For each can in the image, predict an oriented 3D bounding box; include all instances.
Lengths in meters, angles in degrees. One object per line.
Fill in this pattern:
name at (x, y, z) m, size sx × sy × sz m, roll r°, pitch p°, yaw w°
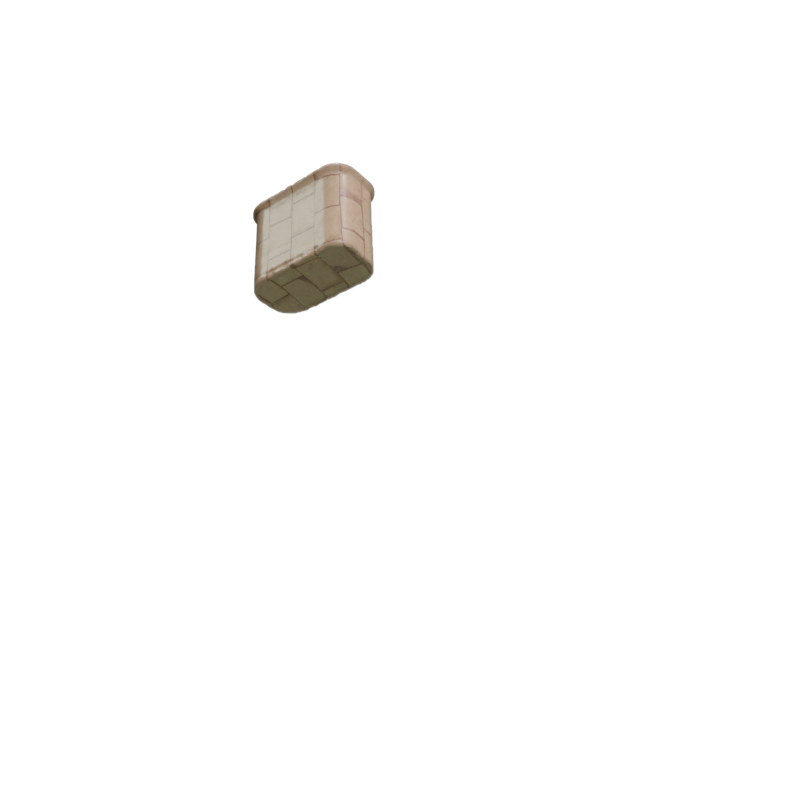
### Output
can at (-0.069, -0.125, 0.877) m, size 0.102 × 0.090 × 0.053 m, roll -25°, pitch -43°, yaw 28°
